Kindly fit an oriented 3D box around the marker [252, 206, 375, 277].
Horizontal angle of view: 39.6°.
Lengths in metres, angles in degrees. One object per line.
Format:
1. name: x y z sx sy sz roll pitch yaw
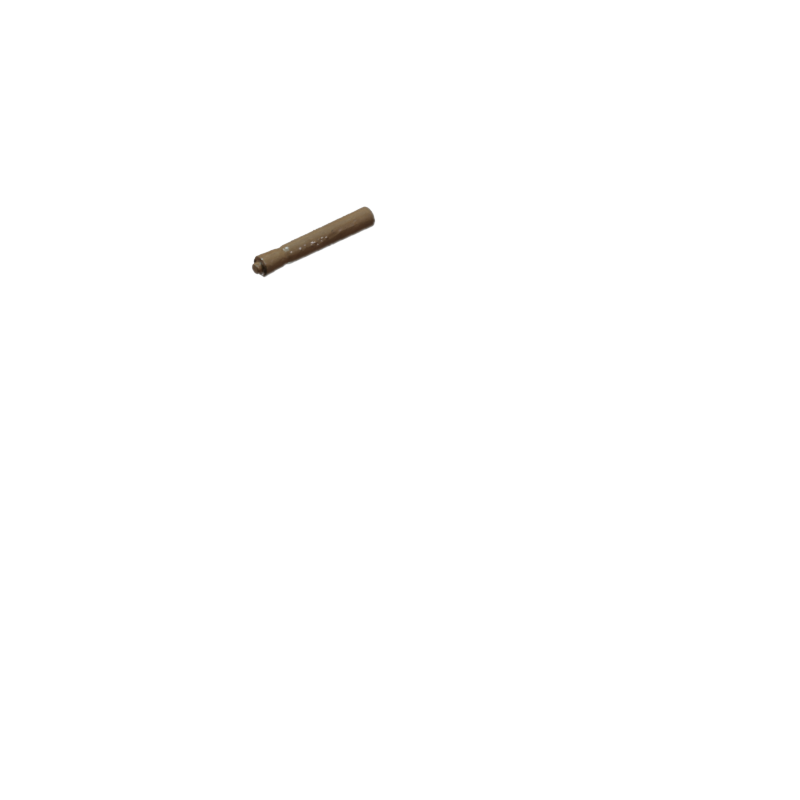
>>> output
1. marker: -0.073 -0.133 0.931 0.121 0.019 0.021 -30 19 -29
